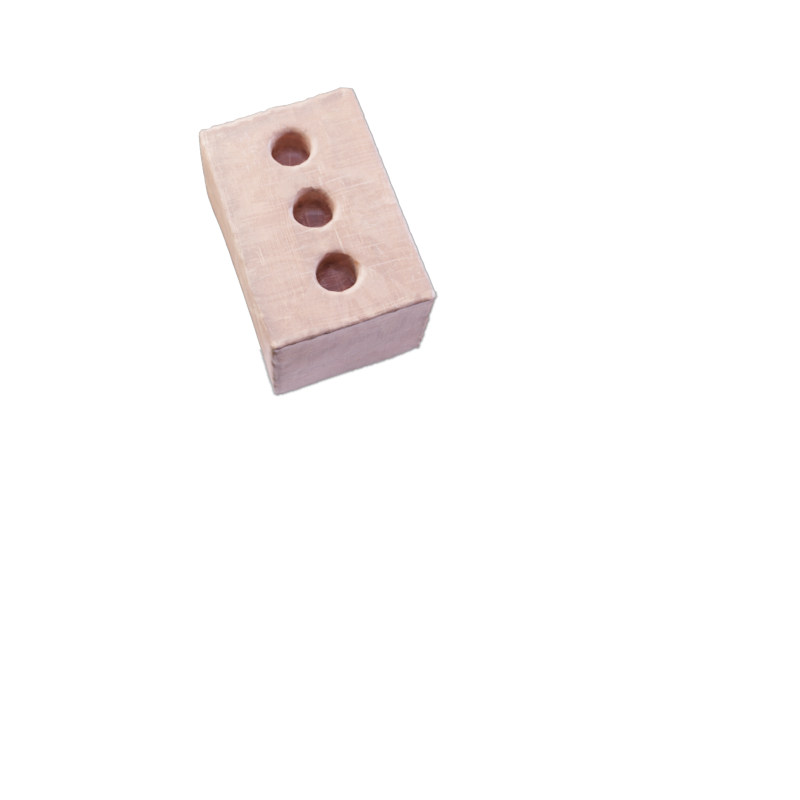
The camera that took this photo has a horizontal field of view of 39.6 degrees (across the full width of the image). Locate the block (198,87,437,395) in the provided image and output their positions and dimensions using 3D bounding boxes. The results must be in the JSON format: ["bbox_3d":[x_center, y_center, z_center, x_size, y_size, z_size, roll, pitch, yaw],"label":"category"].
[{"bbox_3d":[-0.028,-0.051,0.354,0.052,0.082,0.049,-18,-20,-9],"label":"block"}]
